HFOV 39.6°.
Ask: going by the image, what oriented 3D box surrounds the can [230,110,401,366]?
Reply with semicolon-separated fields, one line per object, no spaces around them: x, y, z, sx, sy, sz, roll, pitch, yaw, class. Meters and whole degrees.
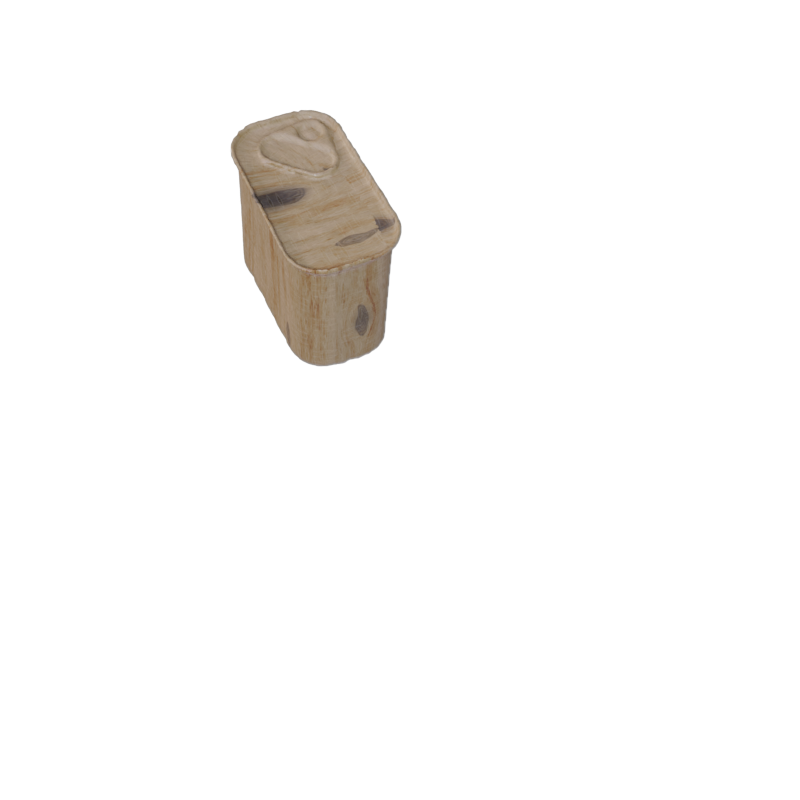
-0.043;-0.079;0.553;0.057;0.110;0.078;-19;-33;-16;can
